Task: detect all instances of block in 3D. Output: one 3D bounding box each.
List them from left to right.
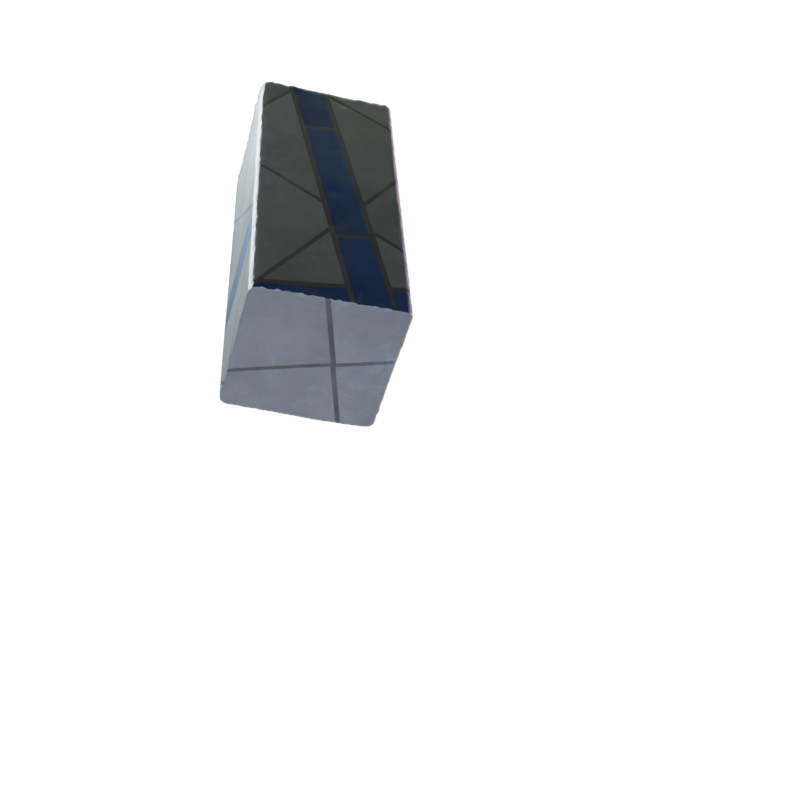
[{"bbox_3d":[-0.053,-0.096,0.672,0.089,0.086,0.221,9,41,-12],"label":"block"}]
